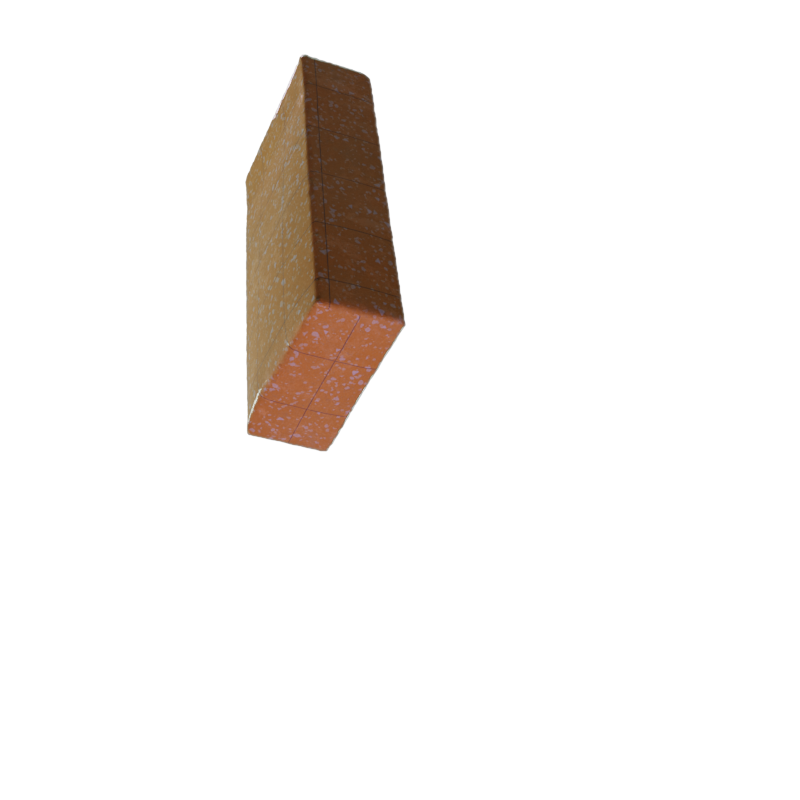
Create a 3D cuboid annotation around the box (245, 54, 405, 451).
[{"bbox_3d":[-0.041,-0.075,0.528,0.046,0.189,0.090,15,-46,-19],"label":"box"}]
